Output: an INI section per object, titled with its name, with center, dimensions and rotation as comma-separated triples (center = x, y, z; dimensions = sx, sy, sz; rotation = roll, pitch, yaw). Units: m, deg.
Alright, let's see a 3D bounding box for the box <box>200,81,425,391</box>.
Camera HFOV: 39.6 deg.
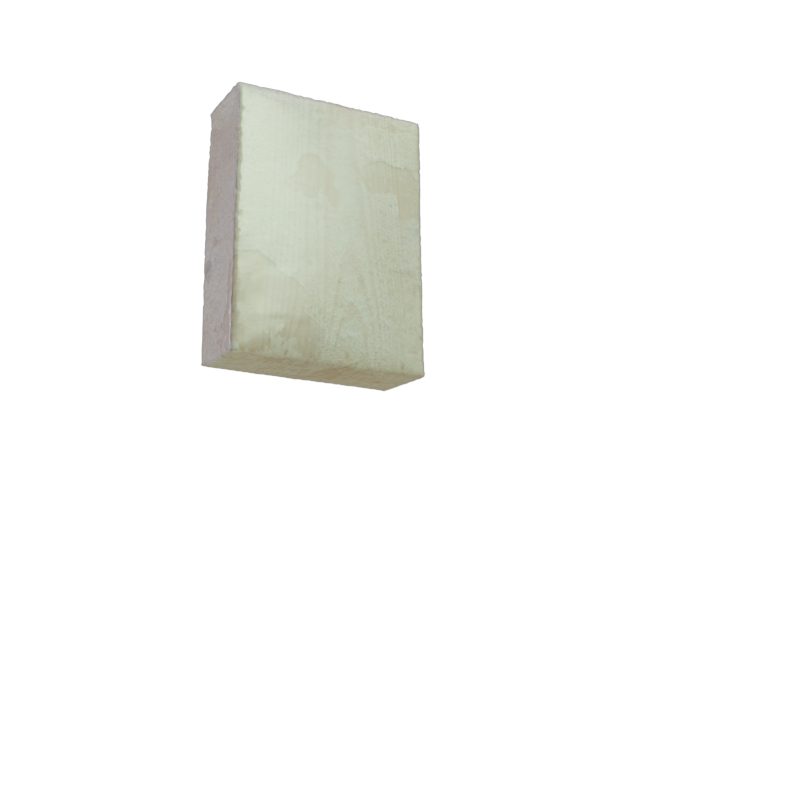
[box]
center = -0.068, -0.124, 0.865
dimensions = 0.158, 0.223, 0.071
rotation = 8, -21, -27
